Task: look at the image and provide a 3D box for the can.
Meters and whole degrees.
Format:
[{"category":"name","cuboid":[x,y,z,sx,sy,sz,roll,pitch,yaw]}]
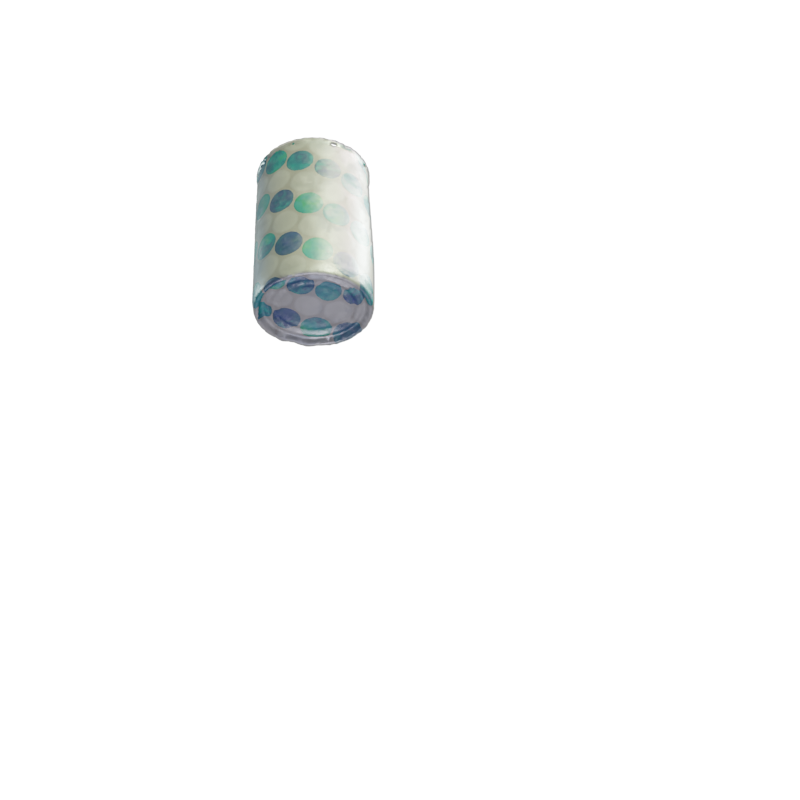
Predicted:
[{"category":"can","cuboid":[-0.049,-0.090,0.631,0.068,0.110,0.064,-1,-38,-3]}]
